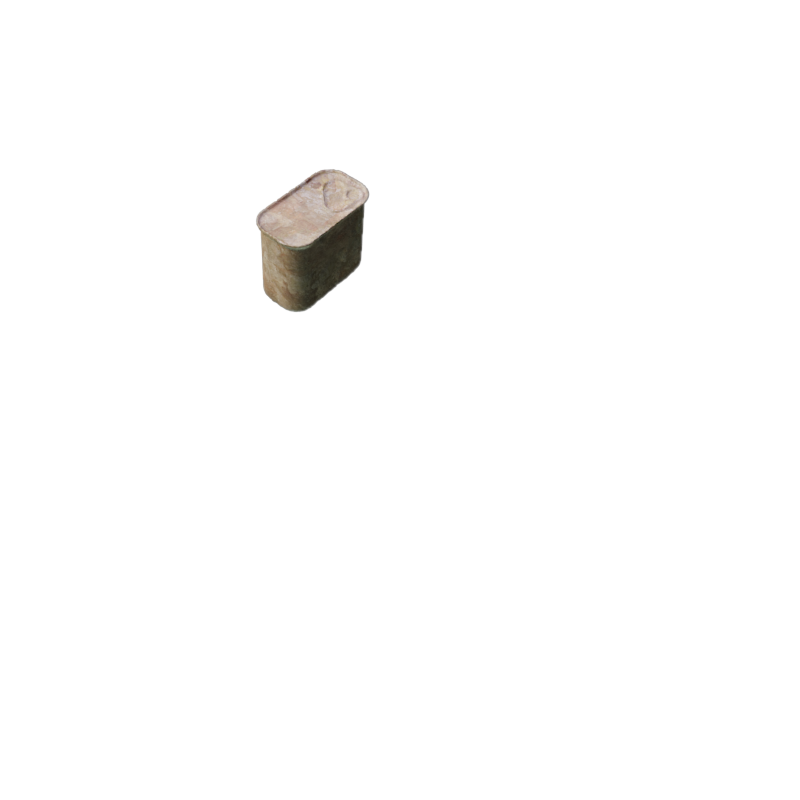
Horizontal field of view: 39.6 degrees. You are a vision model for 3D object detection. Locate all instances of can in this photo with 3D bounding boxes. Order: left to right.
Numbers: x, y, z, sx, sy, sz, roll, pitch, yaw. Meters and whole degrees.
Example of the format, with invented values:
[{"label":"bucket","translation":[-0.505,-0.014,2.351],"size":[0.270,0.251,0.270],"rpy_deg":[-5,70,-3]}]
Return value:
[{"label":"can","translation":[-0.075,-0.137,0.960],"size":[0.061,0.078,0.103],"rpy_deg":[32,54,24]}]
